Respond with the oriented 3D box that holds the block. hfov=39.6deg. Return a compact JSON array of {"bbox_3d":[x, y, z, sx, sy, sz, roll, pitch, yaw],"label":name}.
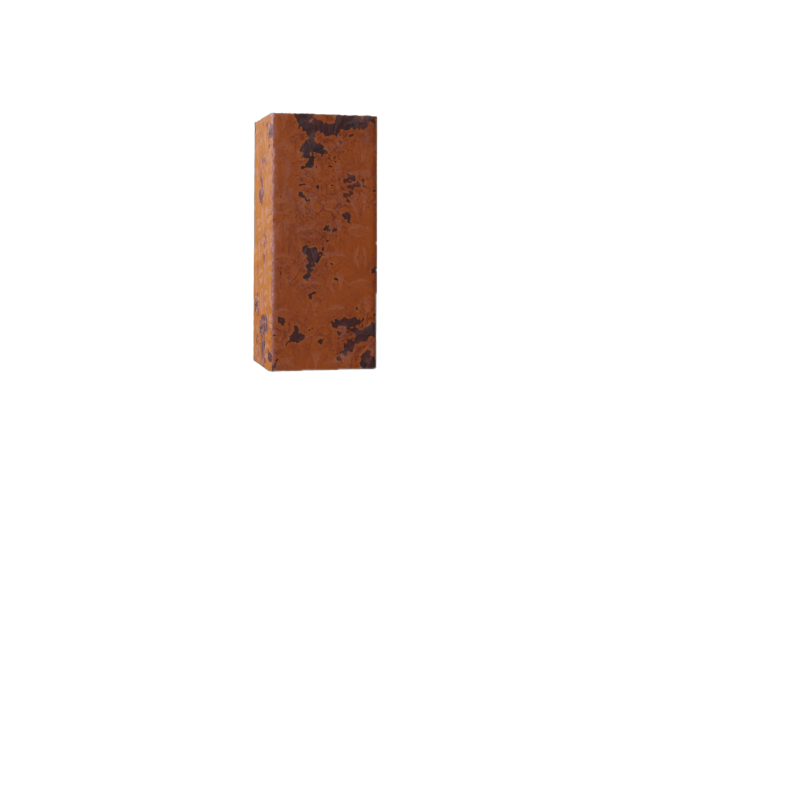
[{"bbox_3d":[-0.073,-0.133,0.931,0.089,0.206,0.092,0,2,-15],"label":"block"}]
